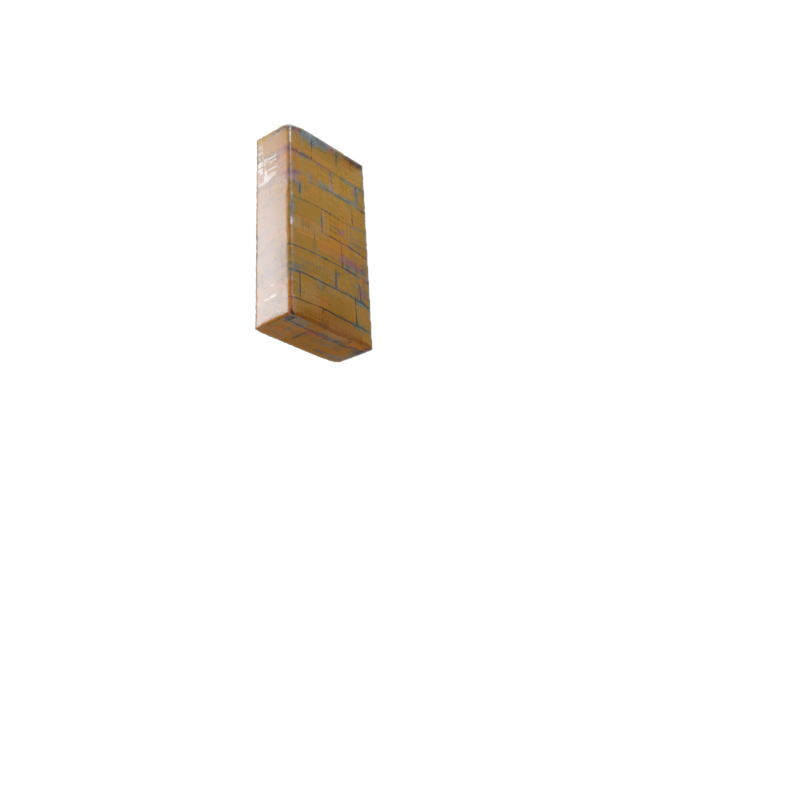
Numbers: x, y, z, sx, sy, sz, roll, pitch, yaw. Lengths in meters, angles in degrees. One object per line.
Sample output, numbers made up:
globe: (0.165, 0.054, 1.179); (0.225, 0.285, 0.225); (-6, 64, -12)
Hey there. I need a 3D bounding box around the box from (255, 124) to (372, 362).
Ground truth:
box: (-0.069, -0.126, 0.881); (0.048, 0.187, 0.087); (-24, -34, 36)
